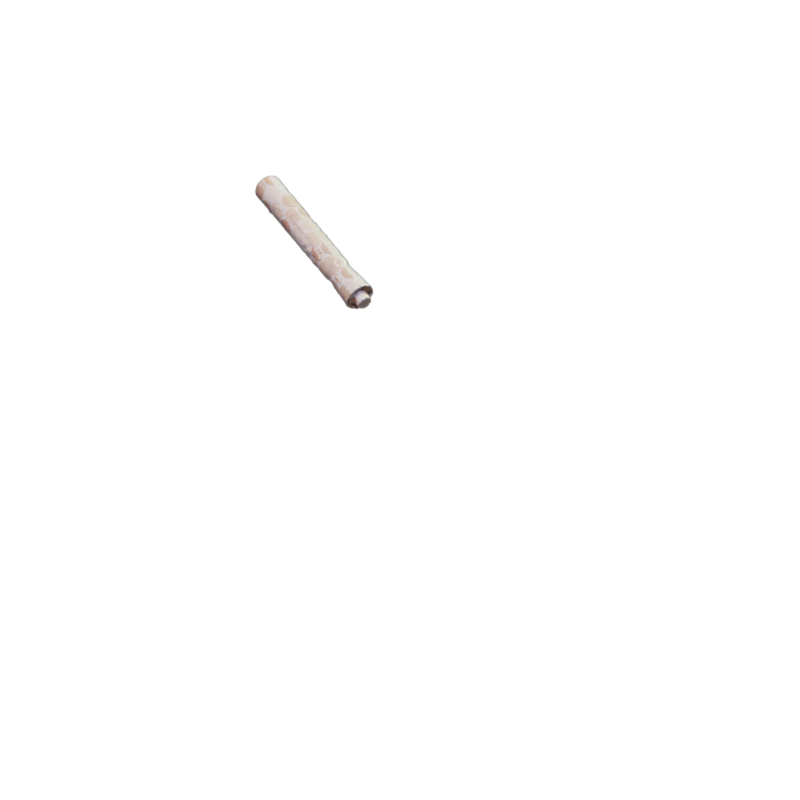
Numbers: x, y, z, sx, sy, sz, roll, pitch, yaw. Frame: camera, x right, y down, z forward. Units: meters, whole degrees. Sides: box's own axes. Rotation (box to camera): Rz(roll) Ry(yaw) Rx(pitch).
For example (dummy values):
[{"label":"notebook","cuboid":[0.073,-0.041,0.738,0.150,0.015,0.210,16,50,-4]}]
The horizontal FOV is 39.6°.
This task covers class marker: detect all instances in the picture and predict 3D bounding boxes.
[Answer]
[{"label":"marker","cuboid":[-0.054,-0.099,0.690,0.019,0.019,0.130,-2,41,-40]}]
